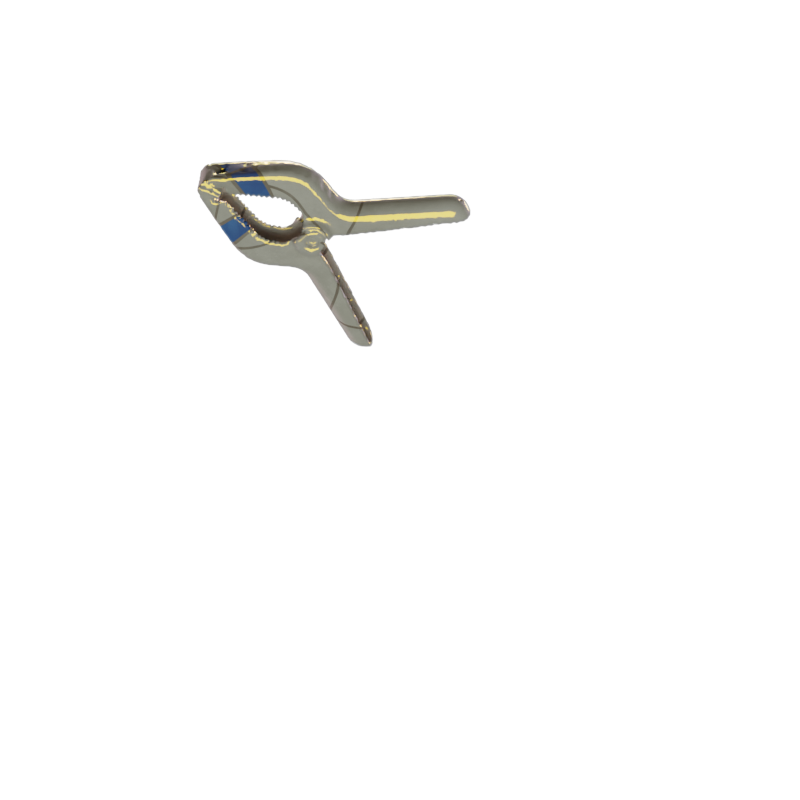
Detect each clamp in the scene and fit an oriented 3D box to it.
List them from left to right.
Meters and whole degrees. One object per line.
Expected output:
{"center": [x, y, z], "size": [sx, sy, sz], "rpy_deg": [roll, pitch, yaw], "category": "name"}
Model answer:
{"center": [-0.071, -0.129, 0.902], "size": [0.205, 0.158, 0.039], "rpy_deg": [19, 34, -13], "category": "clamp"}
